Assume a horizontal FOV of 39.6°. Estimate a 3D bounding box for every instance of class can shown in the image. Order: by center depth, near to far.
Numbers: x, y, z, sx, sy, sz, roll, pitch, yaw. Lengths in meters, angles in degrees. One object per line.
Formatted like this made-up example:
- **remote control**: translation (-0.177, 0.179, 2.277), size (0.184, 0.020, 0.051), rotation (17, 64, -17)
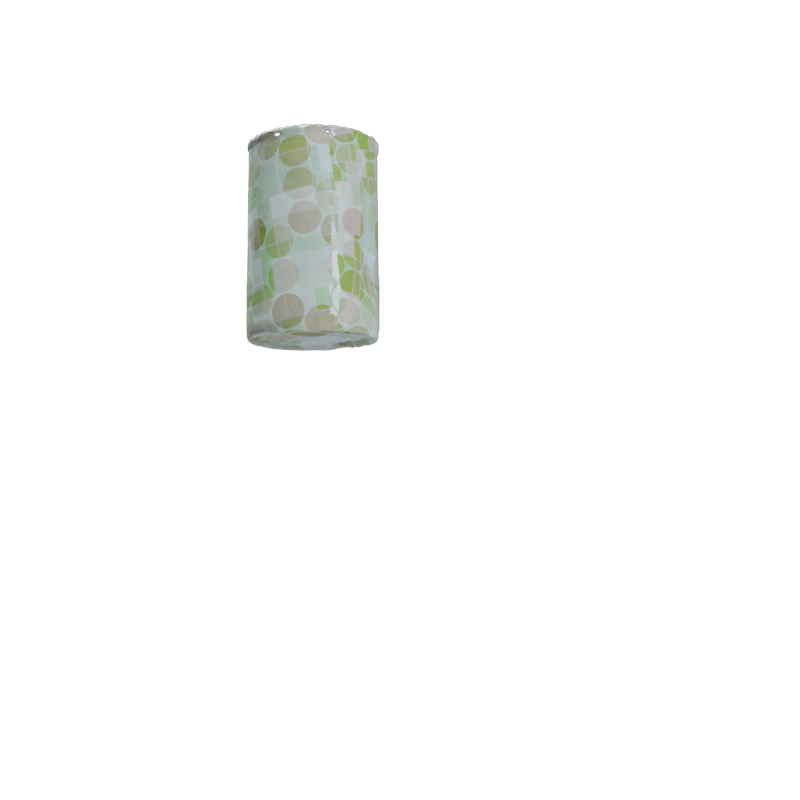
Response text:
- **can**: translation (-0.044, -0.080, 0.561), size (0.068, 0.105, 0.067), rotation (0, -11, -2)
